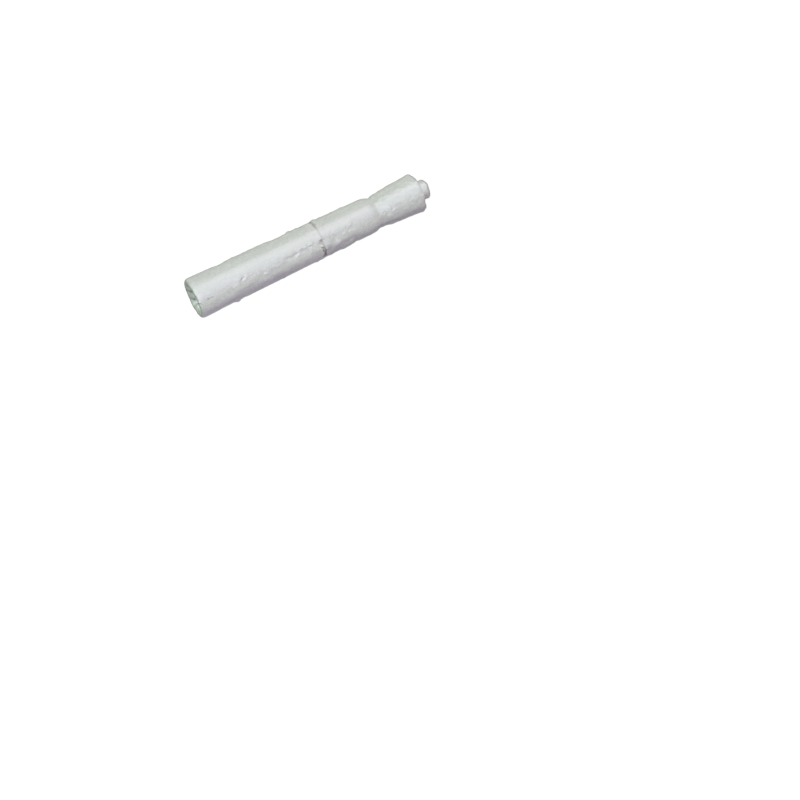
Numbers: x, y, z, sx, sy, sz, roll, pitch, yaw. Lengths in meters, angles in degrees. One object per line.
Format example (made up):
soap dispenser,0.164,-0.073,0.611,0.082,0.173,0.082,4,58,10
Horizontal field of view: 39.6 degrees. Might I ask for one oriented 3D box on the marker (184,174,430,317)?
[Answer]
marker,-0.039,-0.071,0.498,0.121,0.019,0.020,-28,13,-16
